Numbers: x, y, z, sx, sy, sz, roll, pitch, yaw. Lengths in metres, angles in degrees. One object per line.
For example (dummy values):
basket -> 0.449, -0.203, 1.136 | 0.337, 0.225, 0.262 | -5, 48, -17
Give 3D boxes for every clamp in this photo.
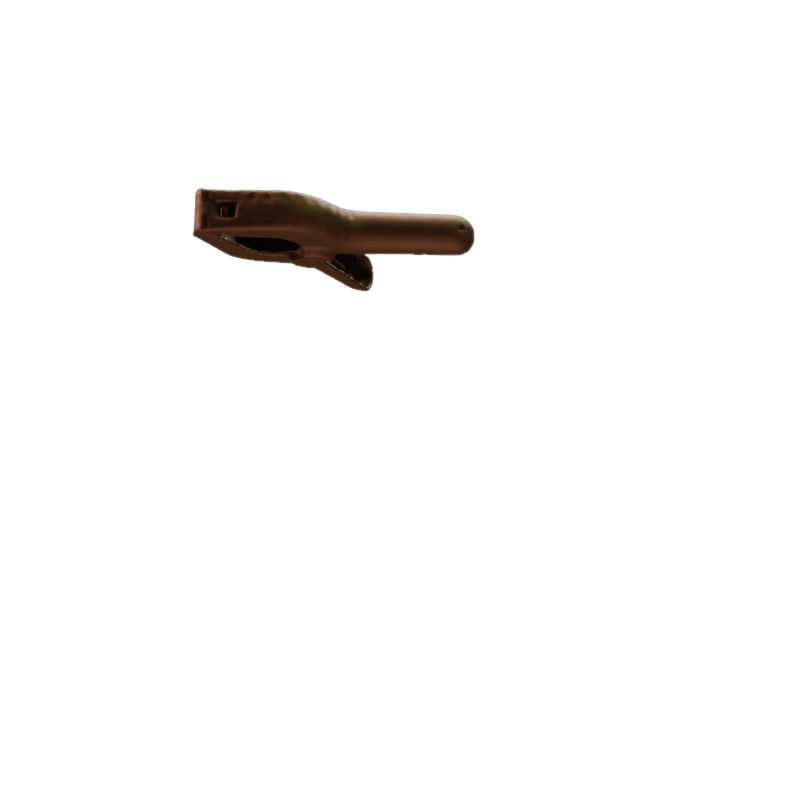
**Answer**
clamp -> -0.054, -0.099, 0.693 | 0.165, 0.041, 0.119 | 8, -20, -24
